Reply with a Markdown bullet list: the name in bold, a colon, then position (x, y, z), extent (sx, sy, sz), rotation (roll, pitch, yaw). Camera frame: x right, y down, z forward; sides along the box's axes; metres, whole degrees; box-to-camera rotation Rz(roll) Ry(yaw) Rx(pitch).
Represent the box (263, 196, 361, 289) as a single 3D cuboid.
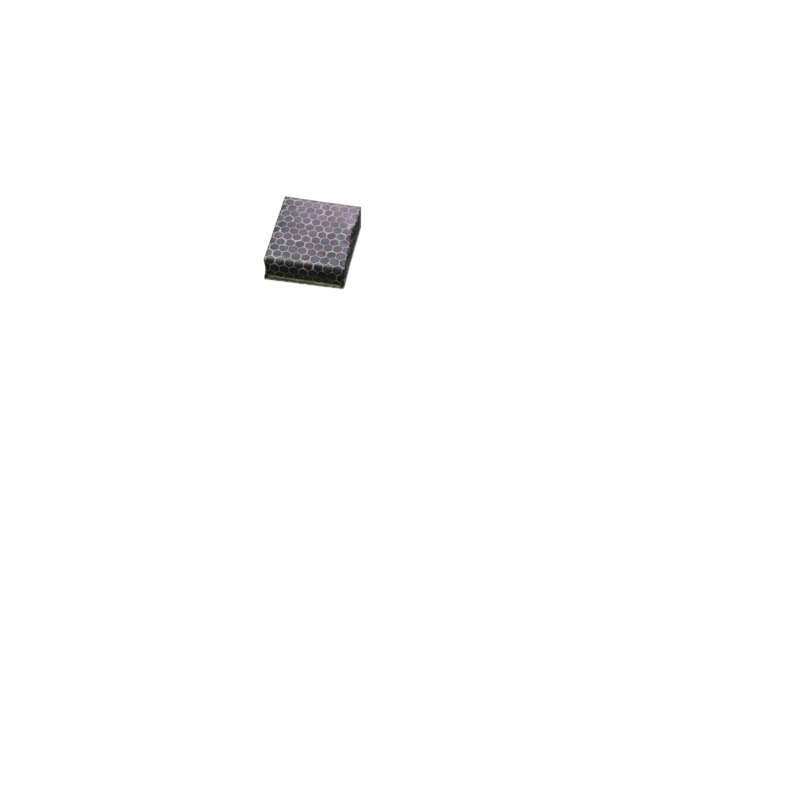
- **box**: position (-0.078, -0.143, 0.999), extent (0.074, 0.095, 0.028), rotation (8, -44, 7)
